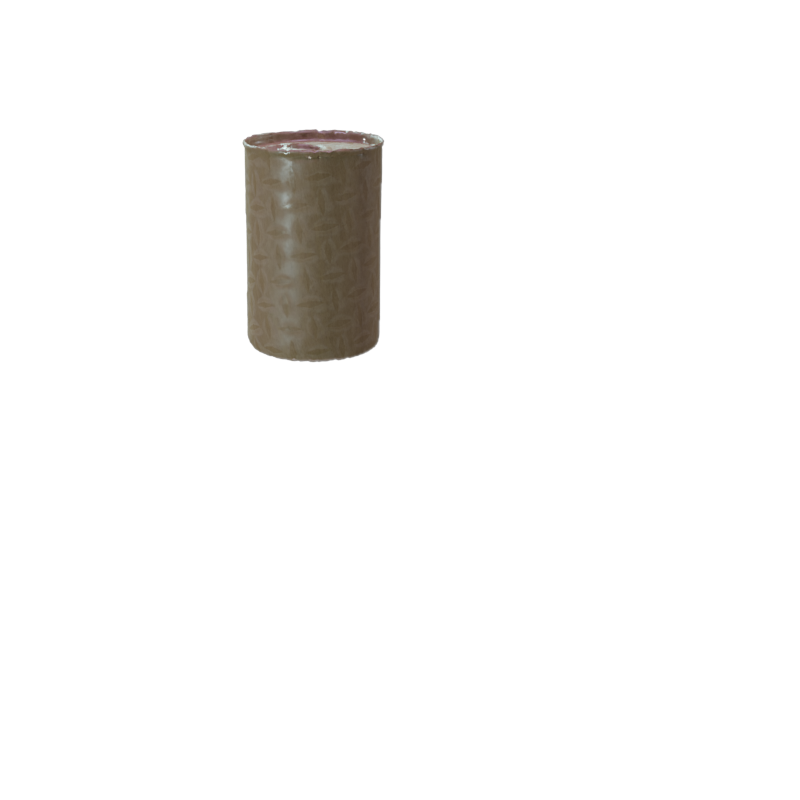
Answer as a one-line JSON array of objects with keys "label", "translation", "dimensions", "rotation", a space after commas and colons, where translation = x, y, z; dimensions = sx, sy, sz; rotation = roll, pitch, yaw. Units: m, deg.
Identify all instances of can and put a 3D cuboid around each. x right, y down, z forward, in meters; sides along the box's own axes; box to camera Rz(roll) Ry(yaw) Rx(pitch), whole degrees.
[{"label": "can", "translation": [-0.043, -0.078, 0.544], "dimensions": [0.068, 0.099, 0.071], "rotation": [0, 17, -2]}]
